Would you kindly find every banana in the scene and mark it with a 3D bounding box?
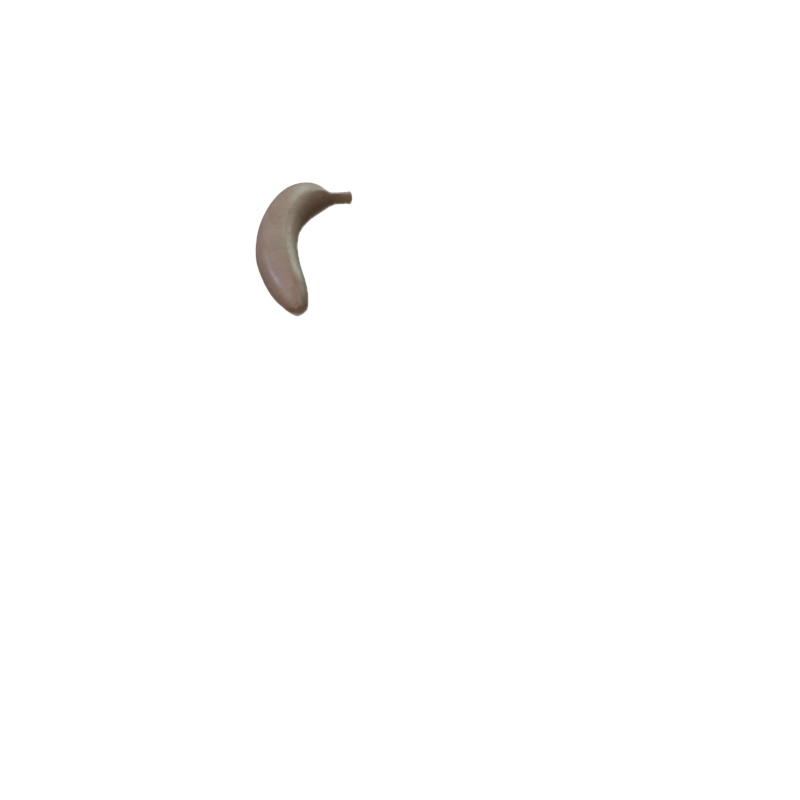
[{"bbox_3d":[-0.095,-0.147,0.997,0.071,0.034,0.209,7,40,7],"label":"banana"}]
